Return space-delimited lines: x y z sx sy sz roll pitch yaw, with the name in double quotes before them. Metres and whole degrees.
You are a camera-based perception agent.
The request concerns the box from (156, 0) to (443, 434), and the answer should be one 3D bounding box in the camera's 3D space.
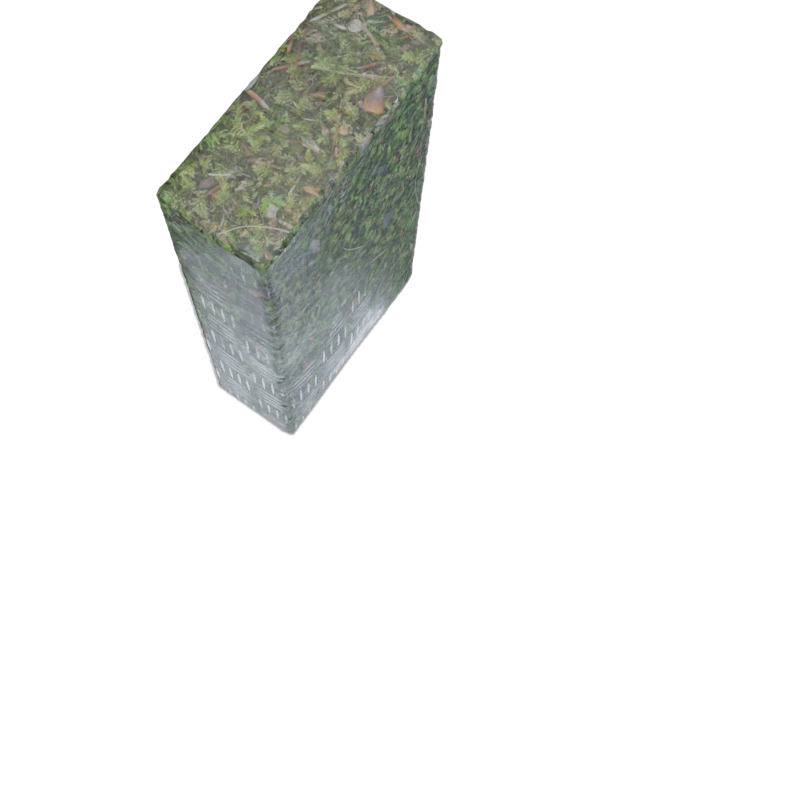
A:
"box" -0.031 -0.056 0.395 0.049 0.095 0.169 34 -16 6
